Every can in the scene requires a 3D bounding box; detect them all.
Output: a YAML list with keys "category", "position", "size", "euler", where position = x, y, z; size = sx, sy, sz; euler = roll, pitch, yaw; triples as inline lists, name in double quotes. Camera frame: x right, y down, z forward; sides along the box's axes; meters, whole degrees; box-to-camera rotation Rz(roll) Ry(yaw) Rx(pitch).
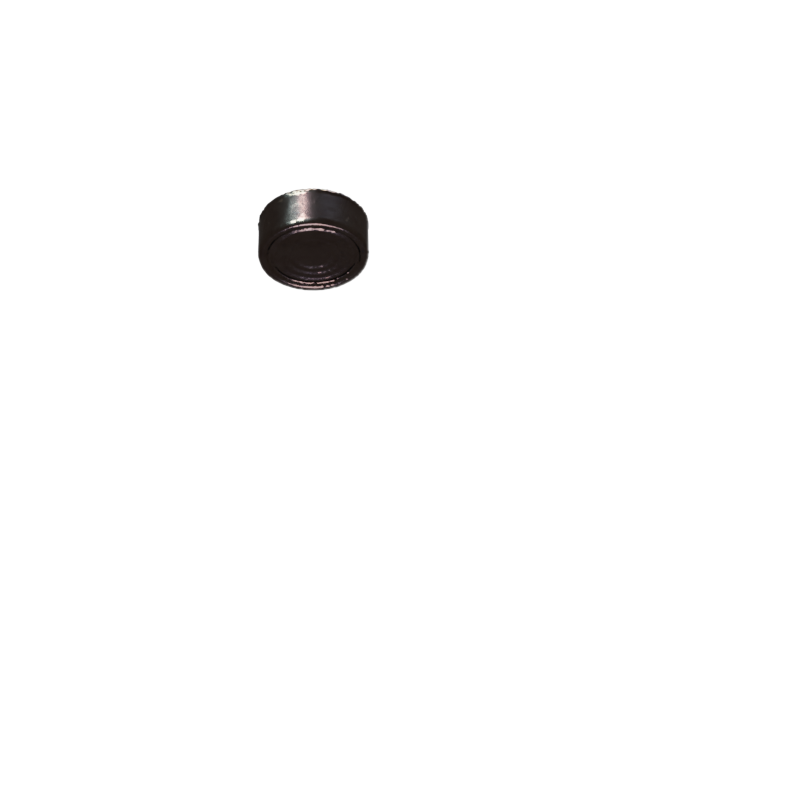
- category: "can"
  position: [-0.066, -0.121, 0.848]
  size: [0.086, 0.036, 0.080]
  euler: [1, -35, -2]
